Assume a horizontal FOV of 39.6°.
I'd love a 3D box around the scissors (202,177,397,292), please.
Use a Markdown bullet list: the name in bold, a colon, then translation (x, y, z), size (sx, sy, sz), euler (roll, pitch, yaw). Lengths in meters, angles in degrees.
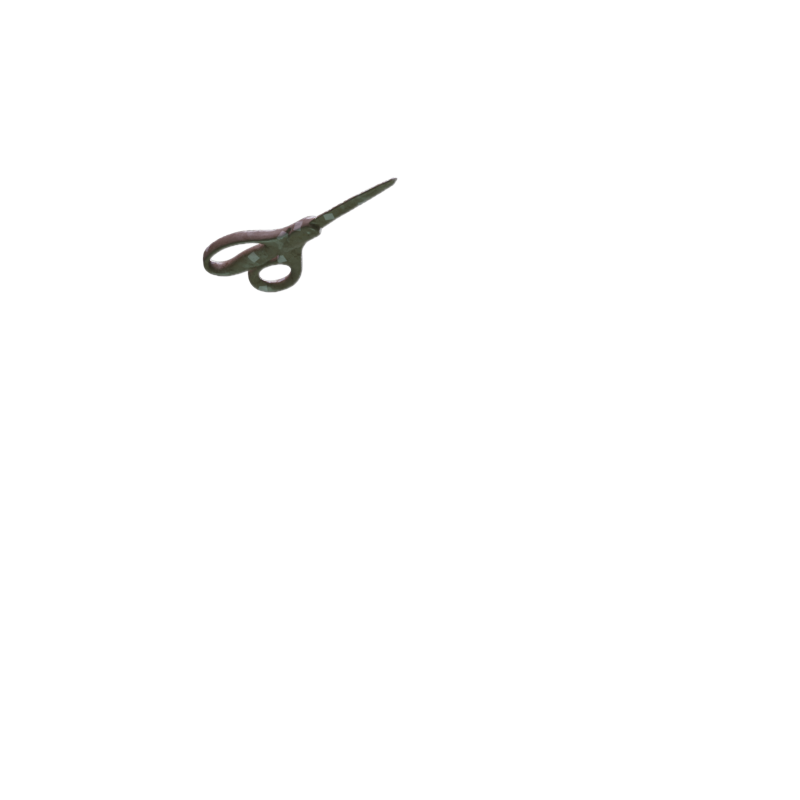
- **scissors**: translation (-0.074, -0.135, 0.946), size (0.204, 0.017, 0.089), euler (-13, -31, 24)
